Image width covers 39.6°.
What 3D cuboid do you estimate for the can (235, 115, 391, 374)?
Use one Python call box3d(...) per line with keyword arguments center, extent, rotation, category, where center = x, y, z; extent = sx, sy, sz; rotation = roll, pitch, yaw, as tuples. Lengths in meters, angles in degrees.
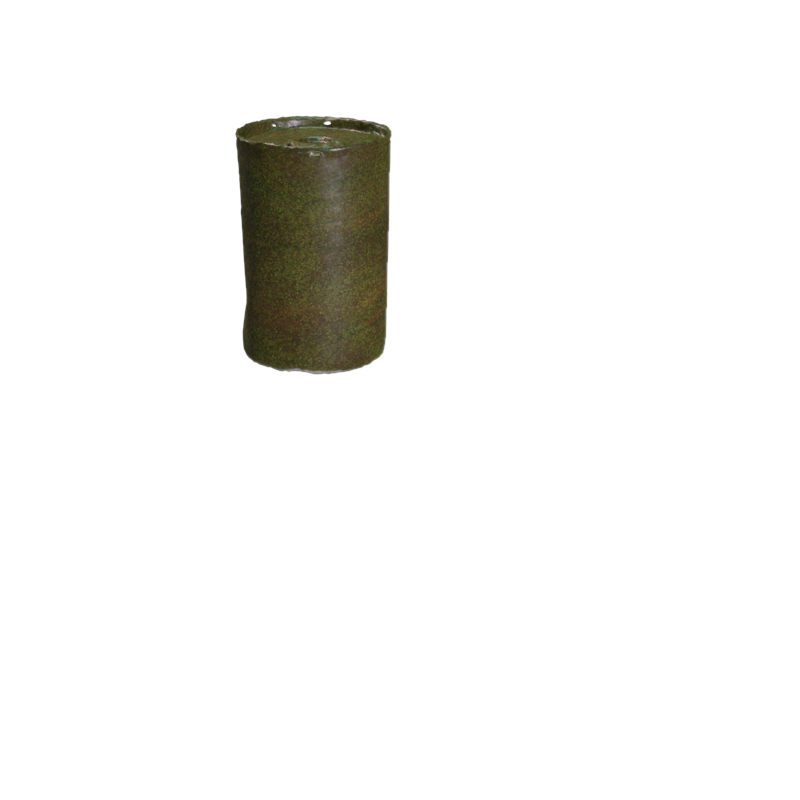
box3d(center=(-0.039, -0.071, 0.496), extent=(0.068, 0.098, 0.072), rotation=(0, 20, -2), category="can")
